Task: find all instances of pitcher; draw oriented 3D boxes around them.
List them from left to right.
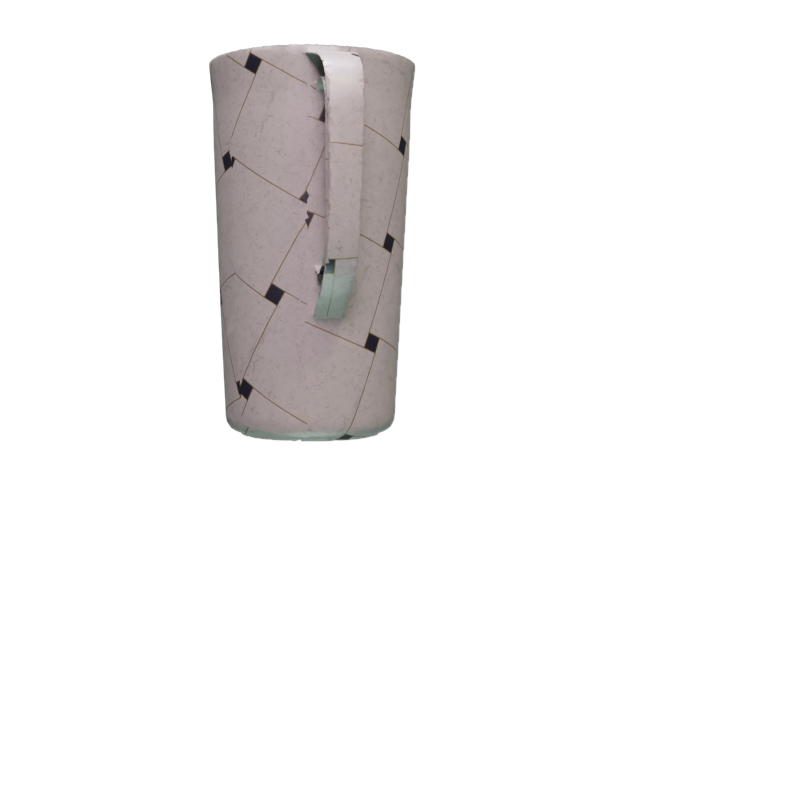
[{"bbox_3d":[-0.055,-0.100,0.701,0.150,0.244,0.144,-1,-1,31],"label":"pitcher"}]
